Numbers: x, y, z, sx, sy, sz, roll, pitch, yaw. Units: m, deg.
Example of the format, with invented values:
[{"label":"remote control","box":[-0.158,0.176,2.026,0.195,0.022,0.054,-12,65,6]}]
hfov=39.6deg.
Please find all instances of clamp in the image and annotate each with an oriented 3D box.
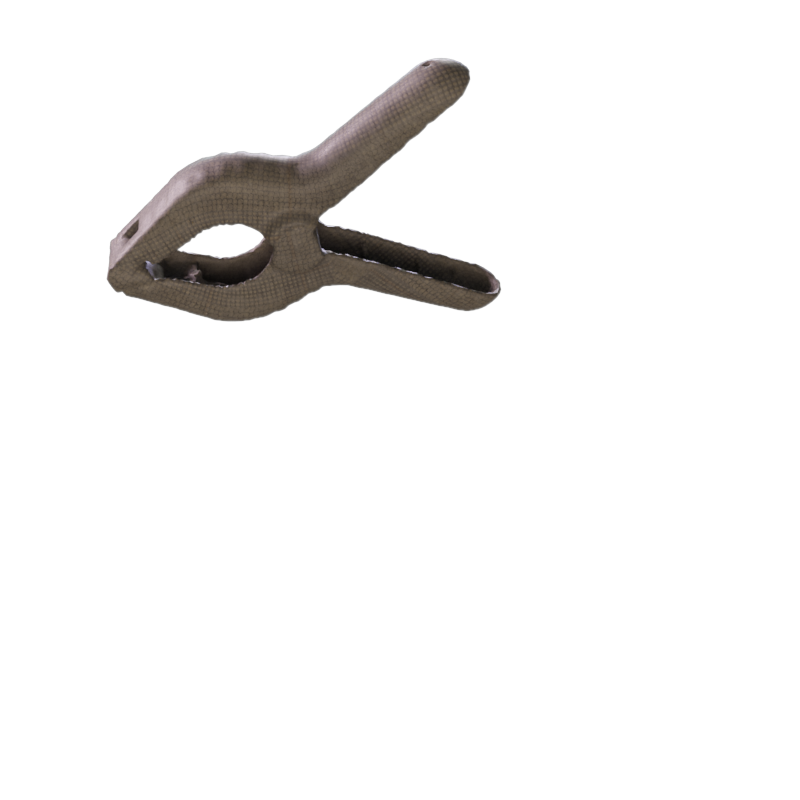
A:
[{"label":"clamp","box":[-0.038,-0.069,0.480,0.172,0.112,0.042,-17,28,9]}]
